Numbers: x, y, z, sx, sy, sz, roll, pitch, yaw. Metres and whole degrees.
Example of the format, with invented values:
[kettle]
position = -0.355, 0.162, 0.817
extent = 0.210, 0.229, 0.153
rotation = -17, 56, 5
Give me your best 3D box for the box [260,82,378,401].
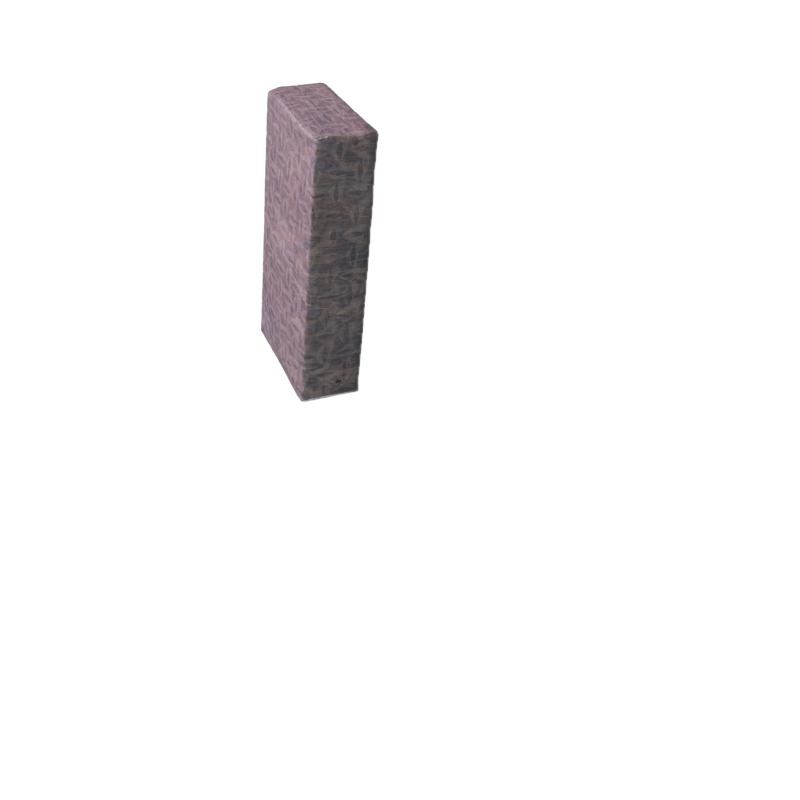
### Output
[box]
position = -0.054, -0.098, 0.687
extent = 0.047, 0.166, 0.101
rotation = -9, 32, -20
